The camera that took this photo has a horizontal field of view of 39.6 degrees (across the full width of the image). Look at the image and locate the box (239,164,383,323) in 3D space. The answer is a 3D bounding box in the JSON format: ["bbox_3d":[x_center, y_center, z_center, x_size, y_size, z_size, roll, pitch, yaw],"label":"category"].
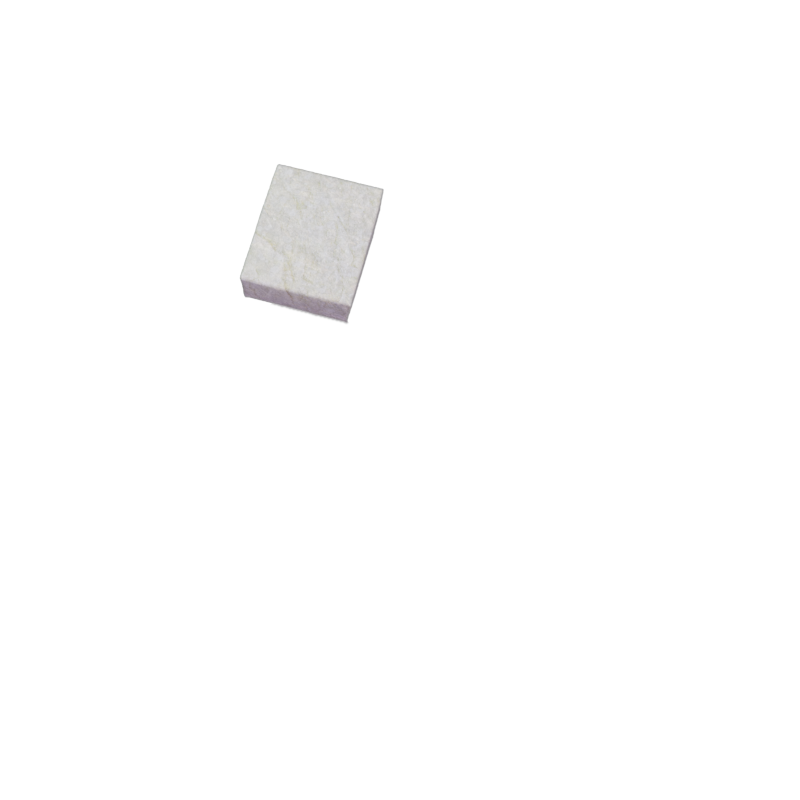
[{"bbox_3d":[-0.070,-0.127,0.886,0.091,0.119,0.037,12,-25,5],"label":"box"}]
